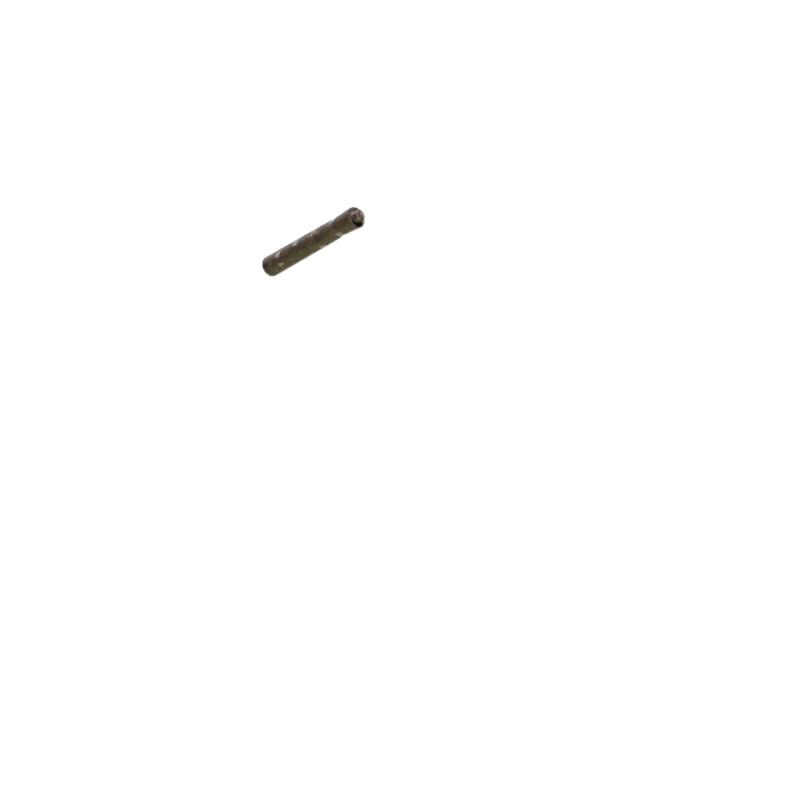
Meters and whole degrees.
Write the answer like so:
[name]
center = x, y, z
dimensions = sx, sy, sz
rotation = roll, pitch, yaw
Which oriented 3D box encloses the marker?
[marker]
center = -0.074, -0.134, 0.942
dimensions = 0.019, 0.020, 0.121
rotation = -4, -13, -46
